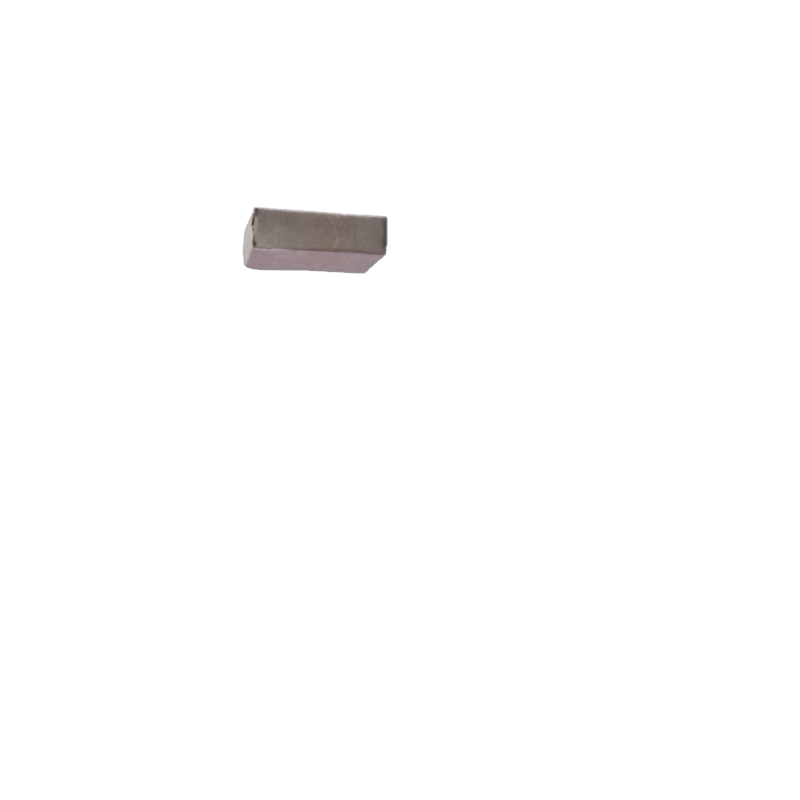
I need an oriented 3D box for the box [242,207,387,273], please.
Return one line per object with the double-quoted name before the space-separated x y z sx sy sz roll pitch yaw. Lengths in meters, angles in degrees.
"box" -0.073 -0.133 0.935 0.112 0.040 0.089 1 -5 -10
